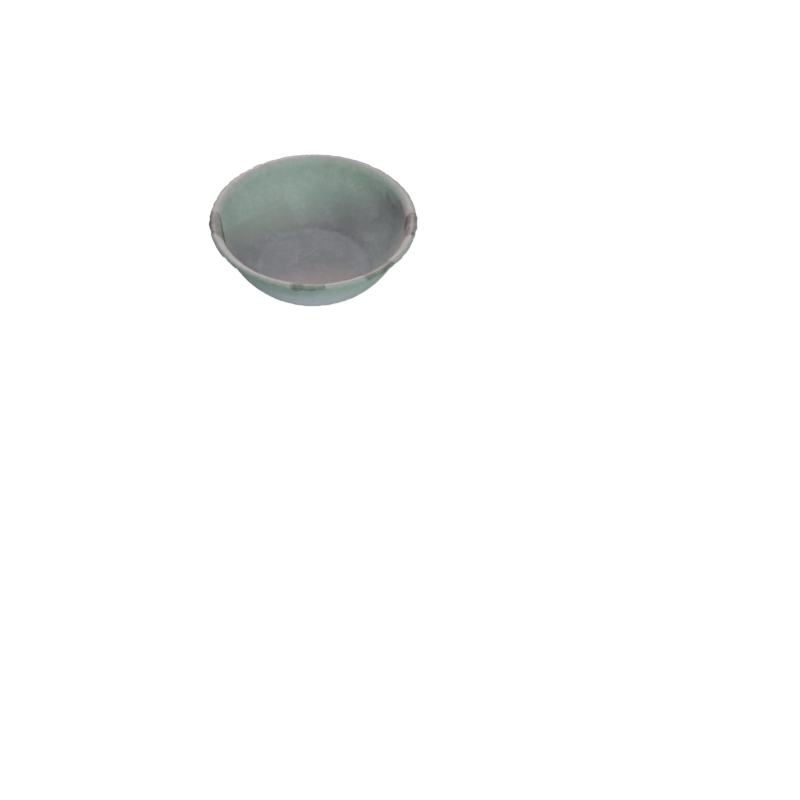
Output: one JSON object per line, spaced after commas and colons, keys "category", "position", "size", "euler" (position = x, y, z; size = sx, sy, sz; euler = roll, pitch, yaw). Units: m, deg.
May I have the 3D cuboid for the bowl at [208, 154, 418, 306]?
{"category": "bowl", "position": [-0.069, -0.125, 0.879], "size": [0.162, 0.174, 0.051], "euler": [-1, -44, -1]}
